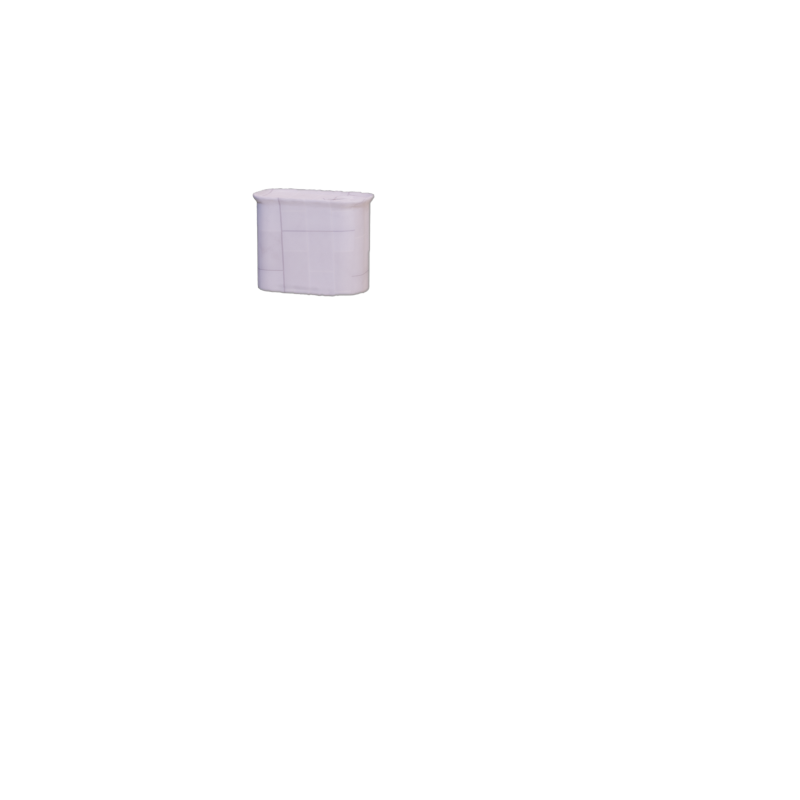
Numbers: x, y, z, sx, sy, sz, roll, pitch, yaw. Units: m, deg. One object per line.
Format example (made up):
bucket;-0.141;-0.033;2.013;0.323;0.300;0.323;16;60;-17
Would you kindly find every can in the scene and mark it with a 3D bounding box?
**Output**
can;-0.075;-0.137;0.956;0.105;0.082;0.058;5;14;18
